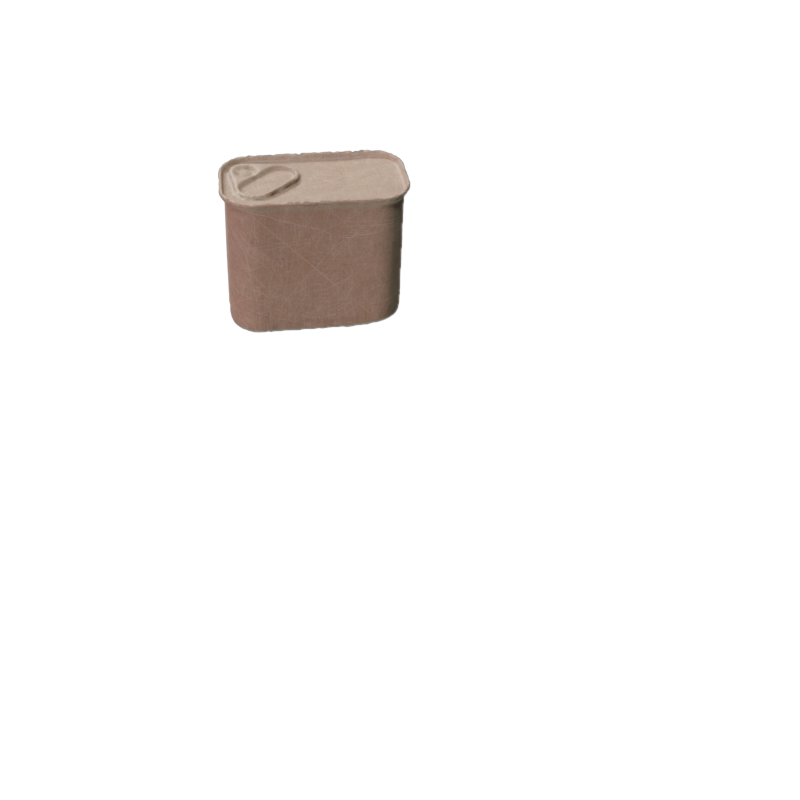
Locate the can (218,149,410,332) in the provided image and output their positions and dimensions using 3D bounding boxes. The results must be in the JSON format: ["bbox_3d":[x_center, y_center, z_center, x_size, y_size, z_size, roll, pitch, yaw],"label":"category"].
[{"bbox_3d":[-0.048,-0.088,0.616,0.101,0.078,0.062,-3,35,-6],"label":"can"}]
